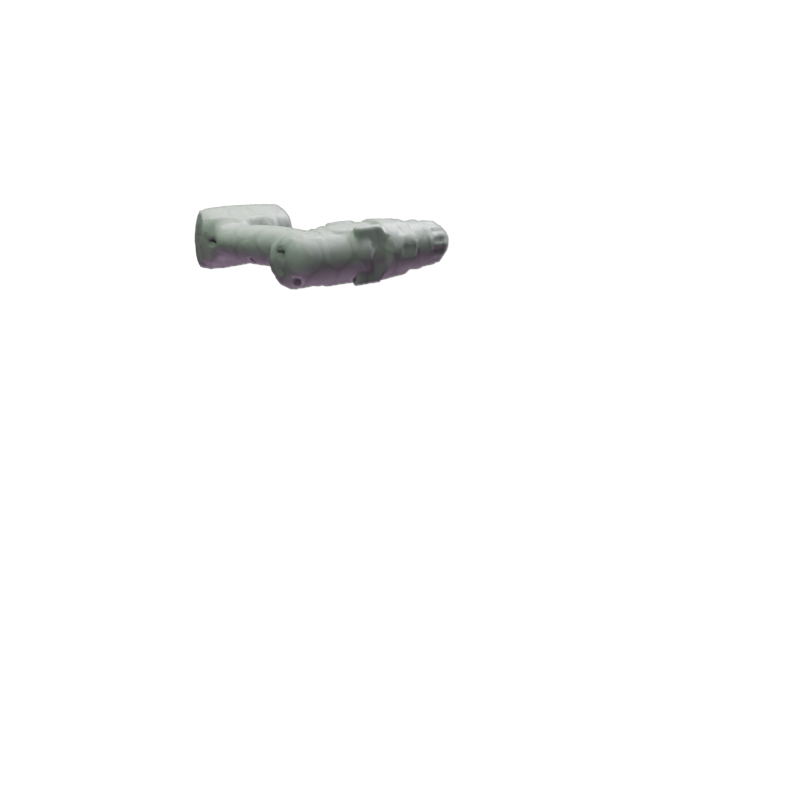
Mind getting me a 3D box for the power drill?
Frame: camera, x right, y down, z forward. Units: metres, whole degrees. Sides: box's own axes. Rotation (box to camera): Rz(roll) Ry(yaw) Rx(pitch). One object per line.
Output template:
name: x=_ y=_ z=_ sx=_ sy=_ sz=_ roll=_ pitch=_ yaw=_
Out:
power drill: x=-0.076 y=-0.139 z=0.973 sx=0.179 sy=0.056 sz=0.197 roll=-12 pitch=17 yaw=-42
